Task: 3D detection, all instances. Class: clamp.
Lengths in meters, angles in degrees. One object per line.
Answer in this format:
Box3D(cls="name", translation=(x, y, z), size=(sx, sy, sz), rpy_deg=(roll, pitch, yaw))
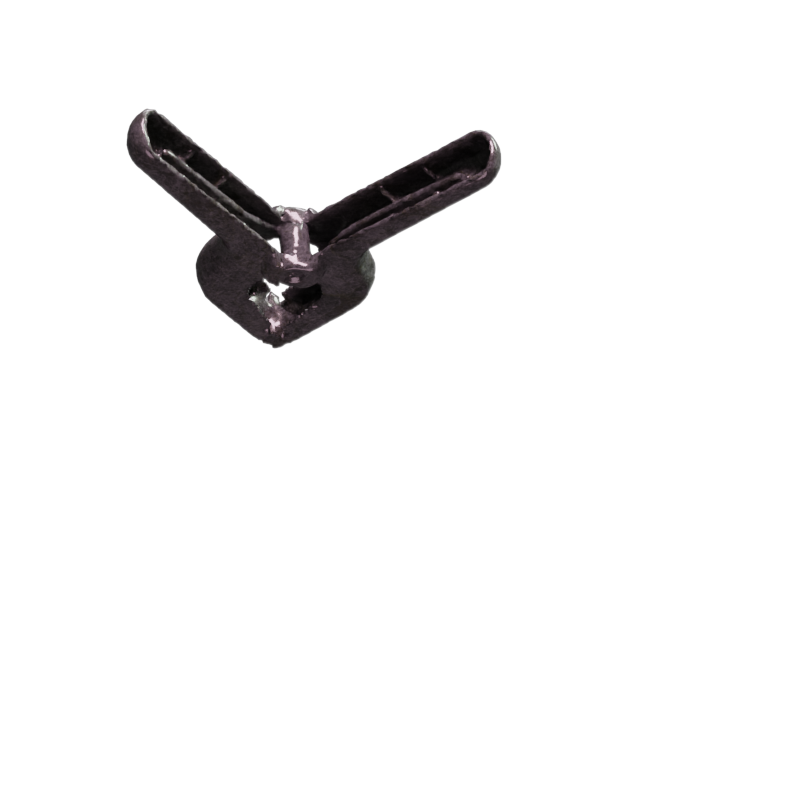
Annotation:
Box3D(cls="clamp", translation=(-0.044, -0.080, 0.560), size=(0.164, 0.038, 0.199), rpy_deg=(1, -22, -3))
